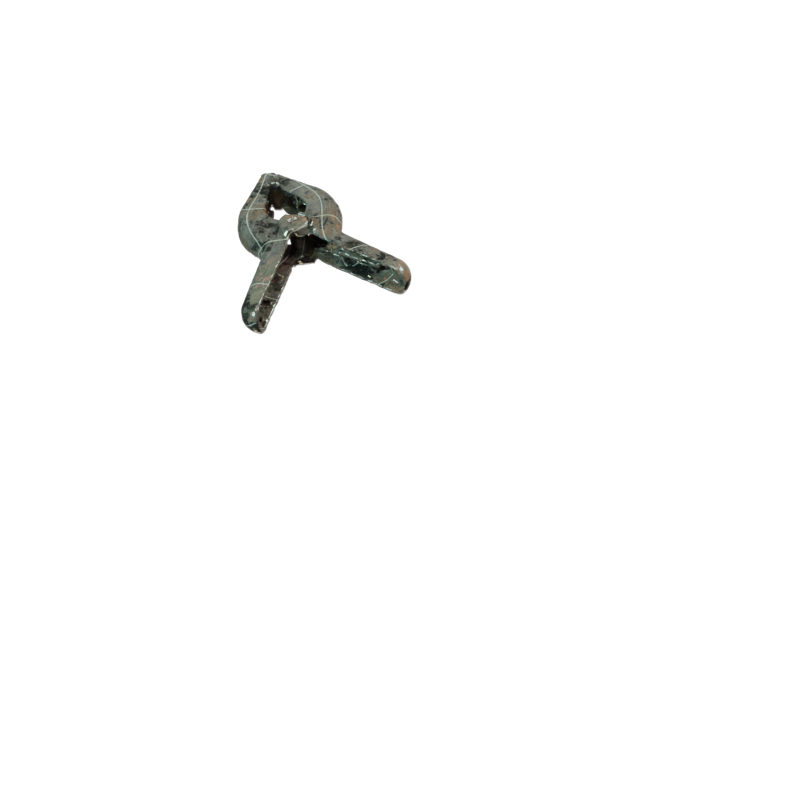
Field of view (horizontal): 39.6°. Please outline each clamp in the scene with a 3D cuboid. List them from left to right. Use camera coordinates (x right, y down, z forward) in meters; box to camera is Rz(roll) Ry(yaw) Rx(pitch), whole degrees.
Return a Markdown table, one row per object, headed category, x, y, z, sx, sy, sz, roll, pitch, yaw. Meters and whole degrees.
| category | x | y | z | sx | sy | sz | roll | pitch | yaw |
| --- | --- | --- | --- | --- | --- | --- | --- | --- | --- |
| clamp | -0.064 | -0.116 | 0.815 | 0.119 | 0.037 | 0.185 | -7 | 43 | -8 |
